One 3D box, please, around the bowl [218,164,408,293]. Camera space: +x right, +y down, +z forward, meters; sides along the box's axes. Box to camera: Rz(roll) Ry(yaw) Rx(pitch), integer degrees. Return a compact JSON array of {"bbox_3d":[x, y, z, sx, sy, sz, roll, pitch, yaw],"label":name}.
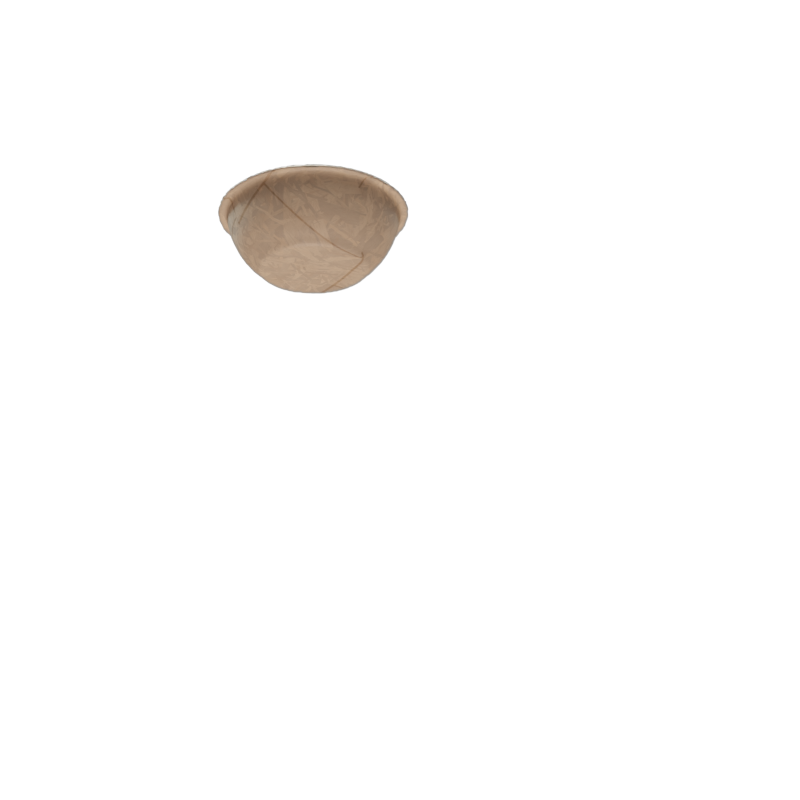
[{"bbox_3d":[-0.073,-0.133,0.933,0.162,0.058,0.154,1,-22,-2],"label":"bowl"}]
